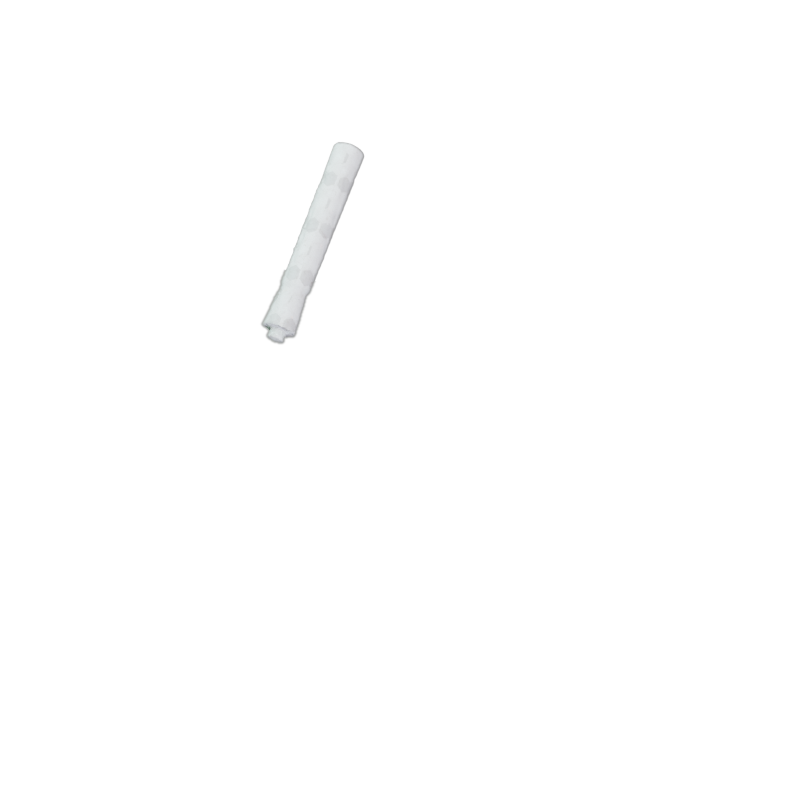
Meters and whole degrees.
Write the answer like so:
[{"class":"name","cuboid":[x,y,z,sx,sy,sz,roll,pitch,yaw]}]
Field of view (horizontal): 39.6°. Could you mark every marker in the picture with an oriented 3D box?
[{"class":"marker","cuboid":[-0.048,-0.088,0.617,0.020,0.125,0.019,18,-20,4]}]
